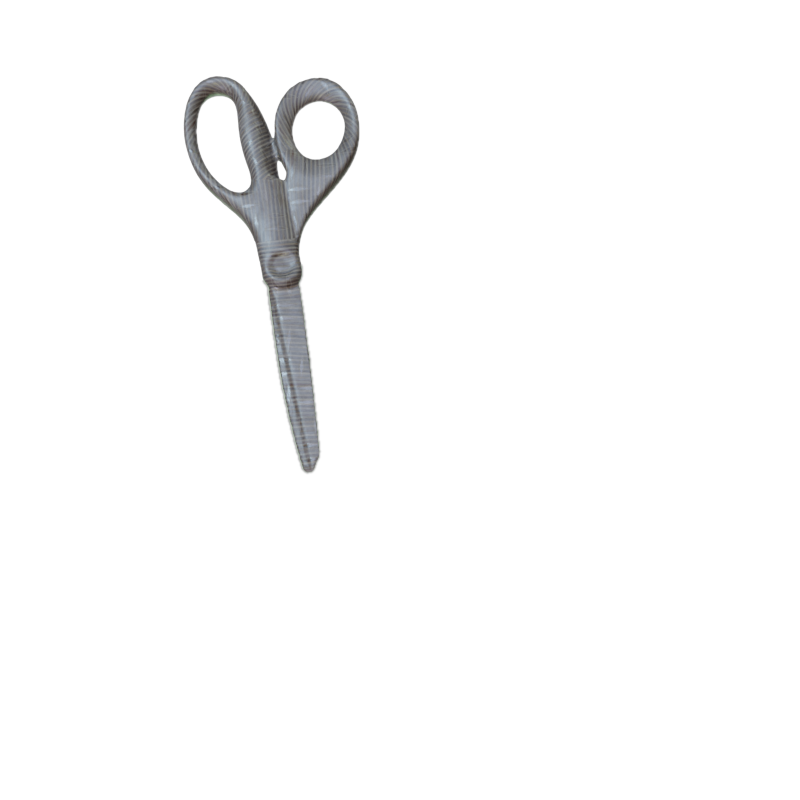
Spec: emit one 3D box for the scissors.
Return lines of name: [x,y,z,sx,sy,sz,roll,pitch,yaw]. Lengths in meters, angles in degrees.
scissors: [-0.042,-0.076,0.535,0.096,0.212,0.015,-23,-18,-8]
